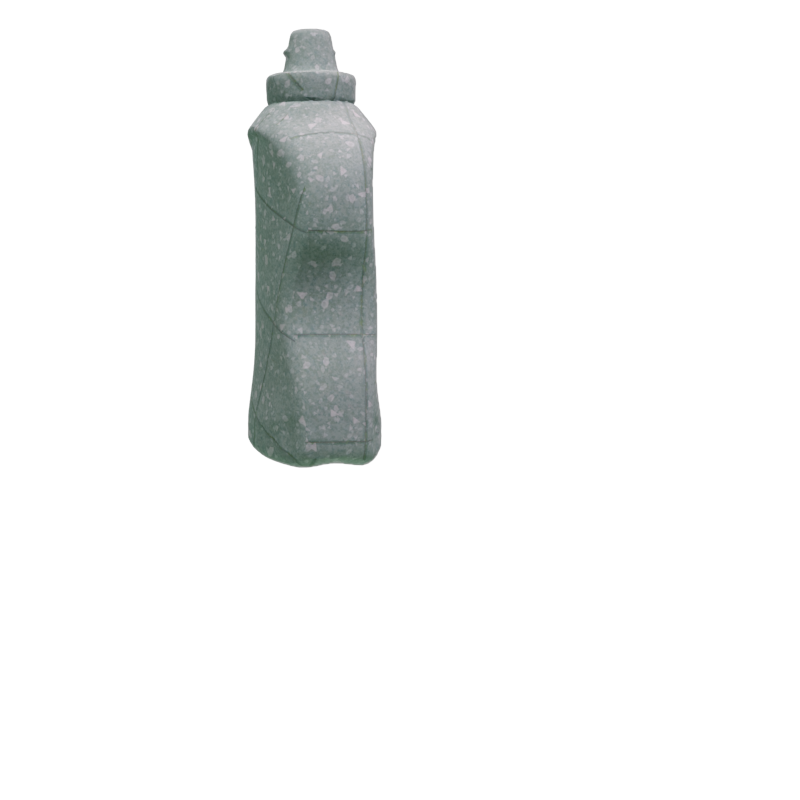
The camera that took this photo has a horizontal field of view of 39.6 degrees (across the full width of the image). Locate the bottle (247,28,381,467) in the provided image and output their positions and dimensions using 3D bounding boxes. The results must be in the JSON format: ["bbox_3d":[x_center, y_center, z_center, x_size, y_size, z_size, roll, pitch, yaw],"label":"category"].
[{"bbox_3d":[-0.040,-0.072,0.506,0.057,0.191,0.098,0,2,-14],"label":"bottle"}]
